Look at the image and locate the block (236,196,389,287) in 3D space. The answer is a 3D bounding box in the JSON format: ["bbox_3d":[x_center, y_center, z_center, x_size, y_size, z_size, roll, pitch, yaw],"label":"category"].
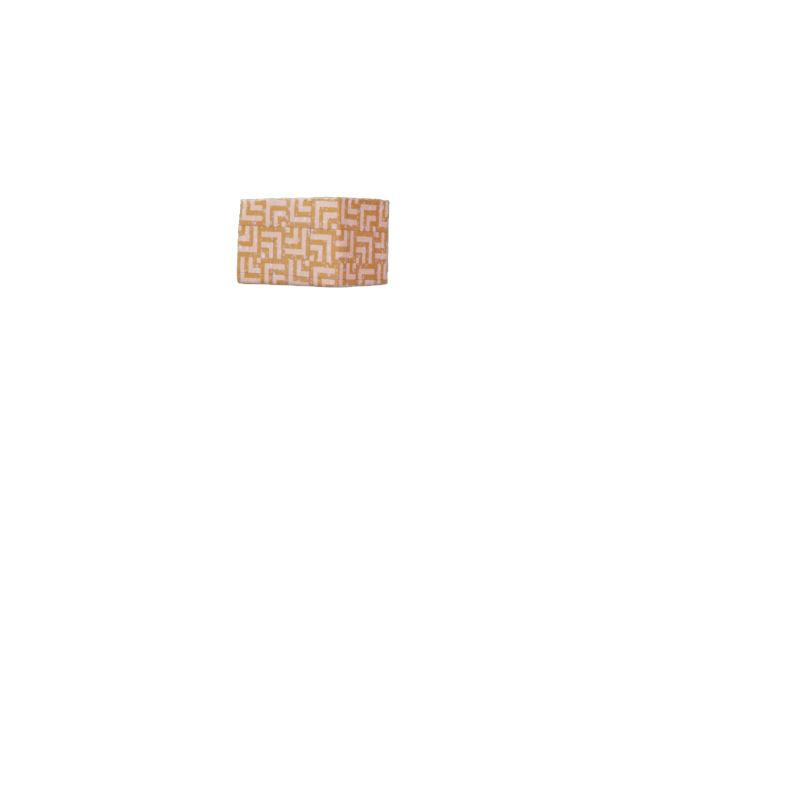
[{"bbox_3d":[-0.052,-0.094,0.661,0.081,0.051,0.051,5,6,36],"label":"block"}]
